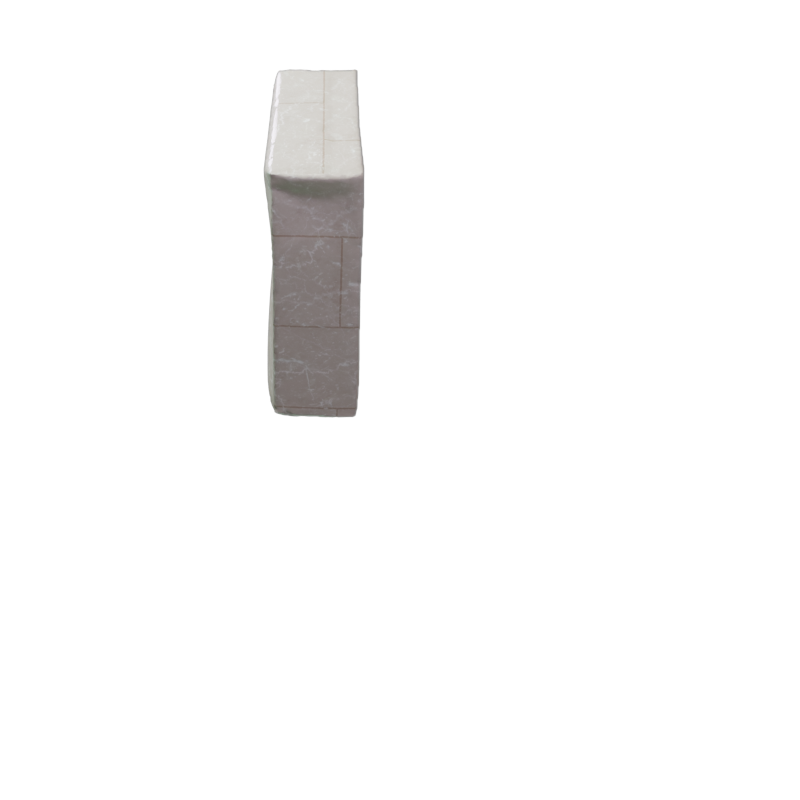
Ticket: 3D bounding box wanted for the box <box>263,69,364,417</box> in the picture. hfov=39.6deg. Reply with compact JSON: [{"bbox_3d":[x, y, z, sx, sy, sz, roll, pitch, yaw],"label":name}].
[{"bbox_3d":[-0.066,-0.120,0.840,0.072,0.200,0.176,0,37,-4],"label":"box"}]
